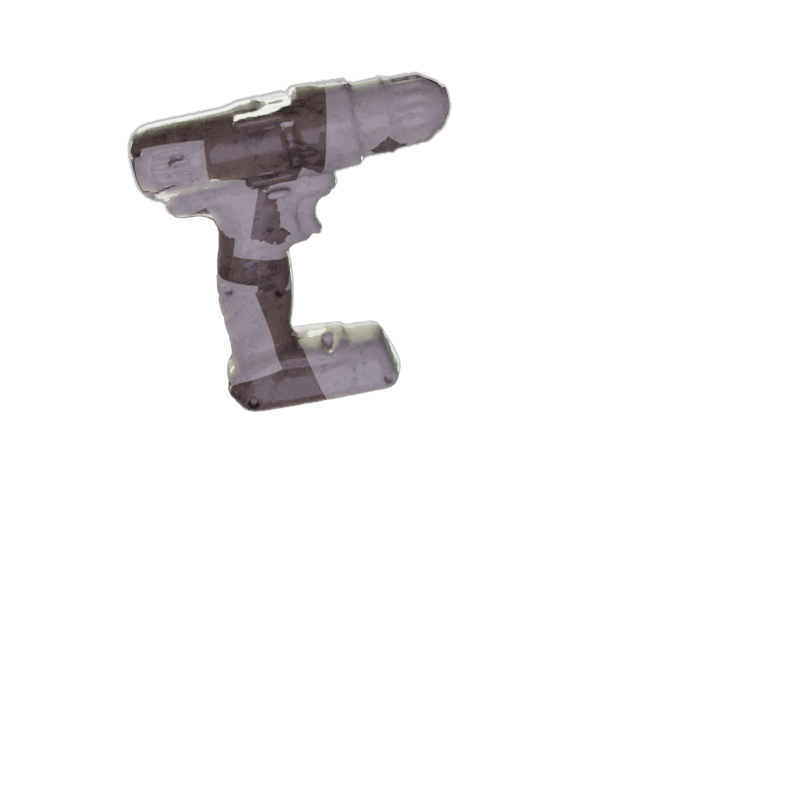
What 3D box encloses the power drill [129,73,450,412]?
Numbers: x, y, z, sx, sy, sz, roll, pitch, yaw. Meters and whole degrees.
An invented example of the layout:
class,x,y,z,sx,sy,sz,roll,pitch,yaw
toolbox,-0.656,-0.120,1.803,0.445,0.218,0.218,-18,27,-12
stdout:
class,x,y,z,sx,sy,sz,roll,pitch,yaw
power drill,-0.051,-0.094,0.657,0.185,0.178,0.060,-10,21,3
